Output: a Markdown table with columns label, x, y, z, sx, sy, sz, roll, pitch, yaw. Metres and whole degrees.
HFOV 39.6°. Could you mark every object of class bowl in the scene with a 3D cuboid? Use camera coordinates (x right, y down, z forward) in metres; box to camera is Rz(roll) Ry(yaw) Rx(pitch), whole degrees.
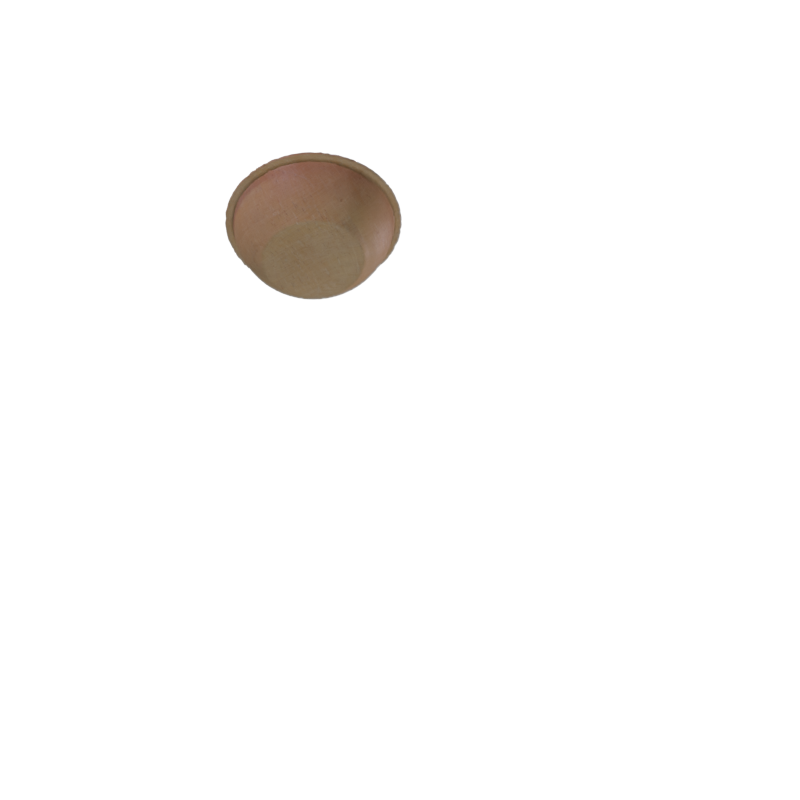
| label | x | y | z | sx | sy | sz | roll | pitch | yaw |
| --- | --- | --- | --- | --- | --- | --- | --- | --- | --- |
| bowl | -0.078 | -0.142 | 0.997 | 0.162 | 0.151 | 0.059 | 1 | 43 | -1 |
